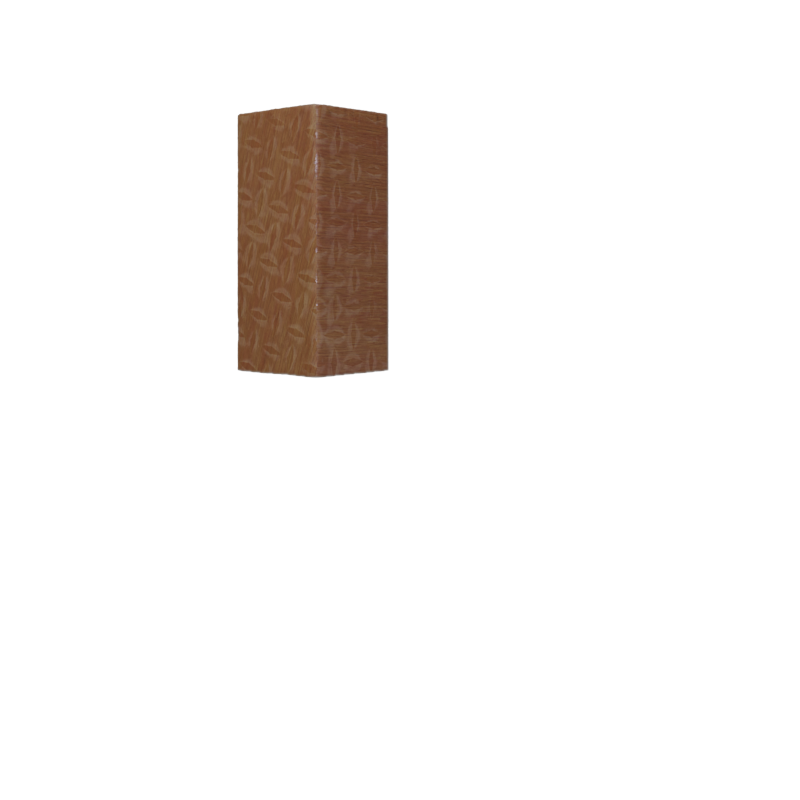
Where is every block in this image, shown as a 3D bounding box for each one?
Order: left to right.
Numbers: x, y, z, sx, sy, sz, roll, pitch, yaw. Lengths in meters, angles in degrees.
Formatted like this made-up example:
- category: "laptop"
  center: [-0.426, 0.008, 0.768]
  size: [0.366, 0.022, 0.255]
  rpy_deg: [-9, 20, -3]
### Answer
- category: "block"
  center: [-0.069, -0.127, 0.888]
  size: [0.094, 0.207, 0.087]
  rpy_deg: [0, 0, 42]
